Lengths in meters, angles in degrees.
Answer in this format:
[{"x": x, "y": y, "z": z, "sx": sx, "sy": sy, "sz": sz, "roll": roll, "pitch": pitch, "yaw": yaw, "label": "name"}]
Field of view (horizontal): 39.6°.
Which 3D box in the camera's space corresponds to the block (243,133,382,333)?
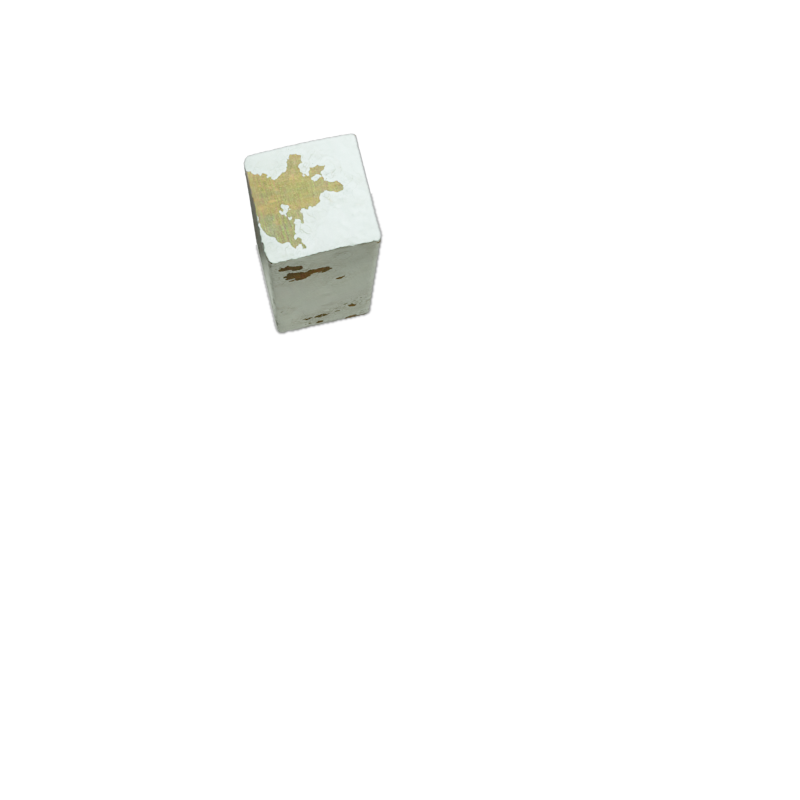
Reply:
[{"x": -0.073, "y": -0.132, "z": 0.924, "sx": 0.090, "sy": 0.094, "sz": 0.199, "roll": -13, "pitch": -11, "yaw": -6, "label": "block"}]
